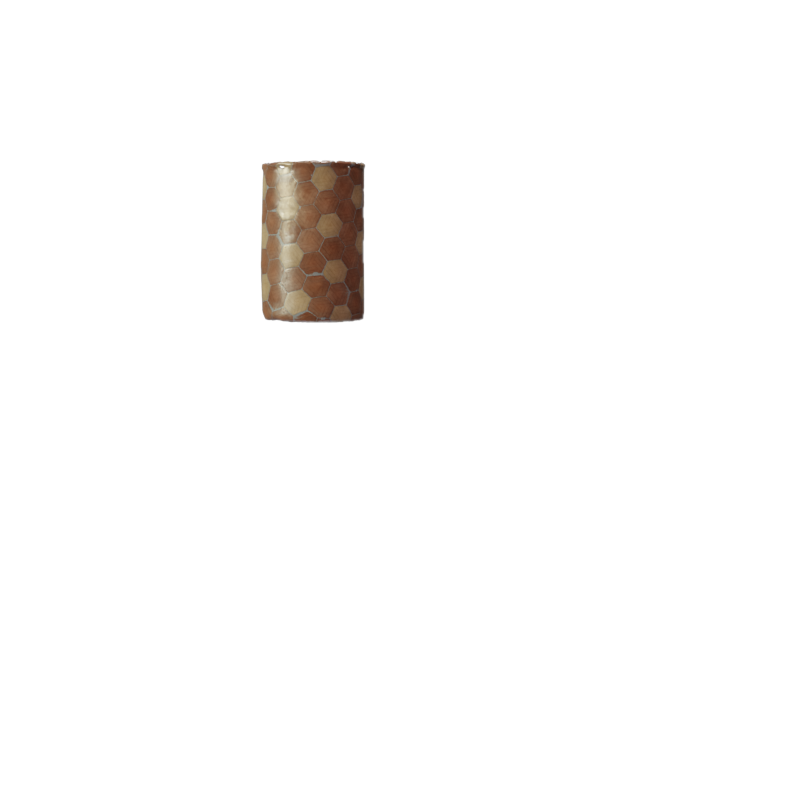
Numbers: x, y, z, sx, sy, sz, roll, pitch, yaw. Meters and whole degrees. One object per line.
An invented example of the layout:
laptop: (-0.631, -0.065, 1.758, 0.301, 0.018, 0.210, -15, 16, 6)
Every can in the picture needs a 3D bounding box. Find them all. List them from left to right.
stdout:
can: (-0.057, -0.104, 0.727, 0.068, 0.102, 0.069, 0, 2, -2)
